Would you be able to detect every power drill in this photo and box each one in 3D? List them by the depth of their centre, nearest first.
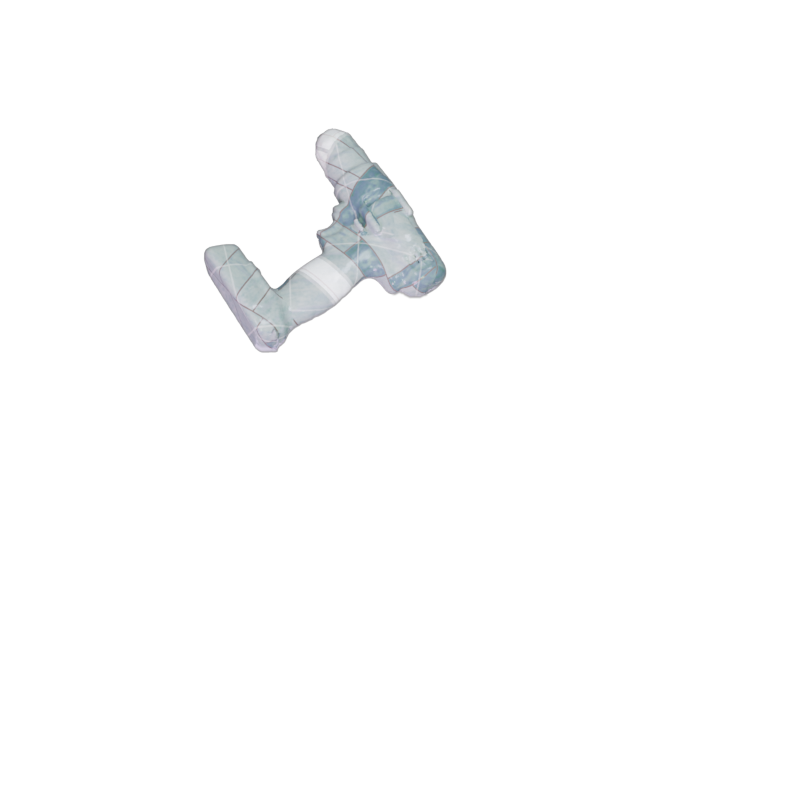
[{"bbox_3d":[-0.078,-0.142,0.997,0.187,0.195,0.054,-29,-21,-13],"label":"power drill"}]
